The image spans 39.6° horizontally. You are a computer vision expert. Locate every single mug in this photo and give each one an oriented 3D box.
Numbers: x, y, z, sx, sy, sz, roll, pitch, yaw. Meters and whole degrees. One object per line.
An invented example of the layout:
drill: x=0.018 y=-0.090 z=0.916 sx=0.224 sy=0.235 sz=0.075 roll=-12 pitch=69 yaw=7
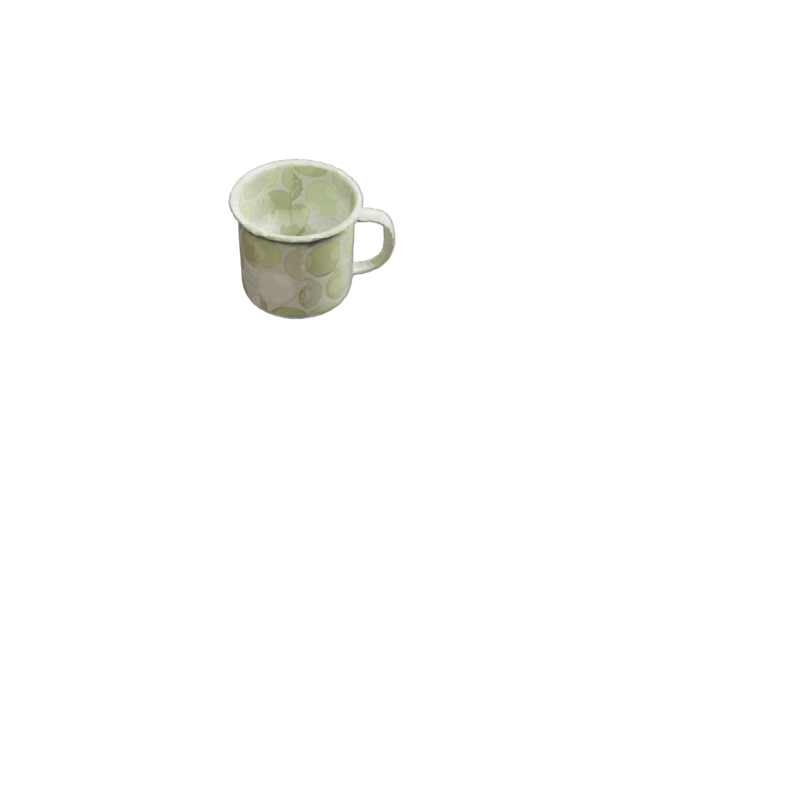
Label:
mug: x=-0.062 y=-0.113 z=0.792 sx=0.117 sy=0.076 sz=0.100 roll=-3 pitch=44 yaw=-4
